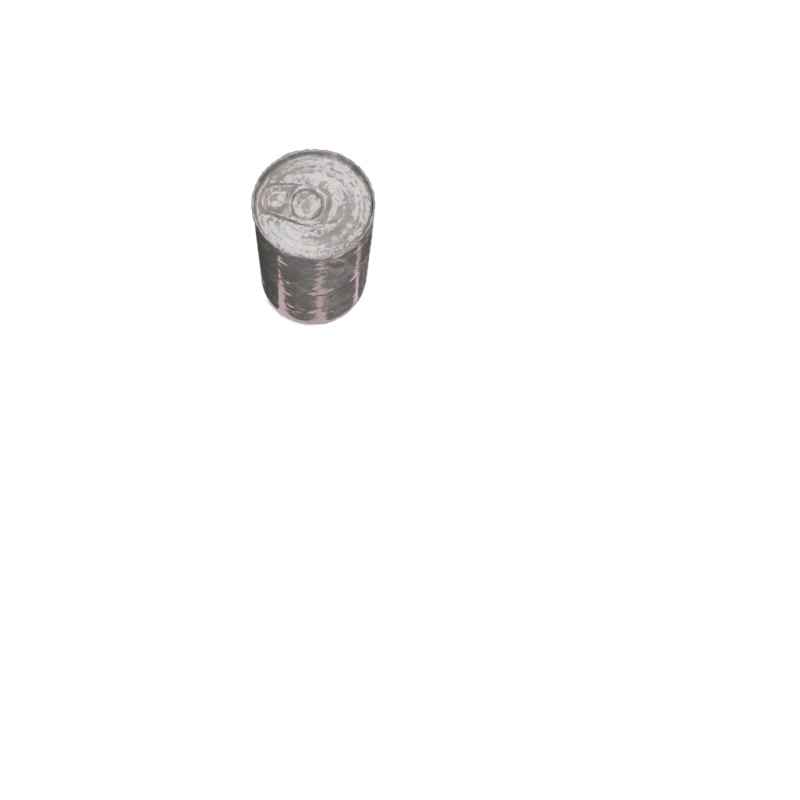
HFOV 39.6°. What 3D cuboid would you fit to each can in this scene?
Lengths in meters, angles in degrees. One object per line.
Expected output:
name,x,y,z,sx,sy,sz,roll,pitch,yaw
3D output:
can,-0.051,-0.093,0.649,0.068,0.072,0.097,0,-20,-3
